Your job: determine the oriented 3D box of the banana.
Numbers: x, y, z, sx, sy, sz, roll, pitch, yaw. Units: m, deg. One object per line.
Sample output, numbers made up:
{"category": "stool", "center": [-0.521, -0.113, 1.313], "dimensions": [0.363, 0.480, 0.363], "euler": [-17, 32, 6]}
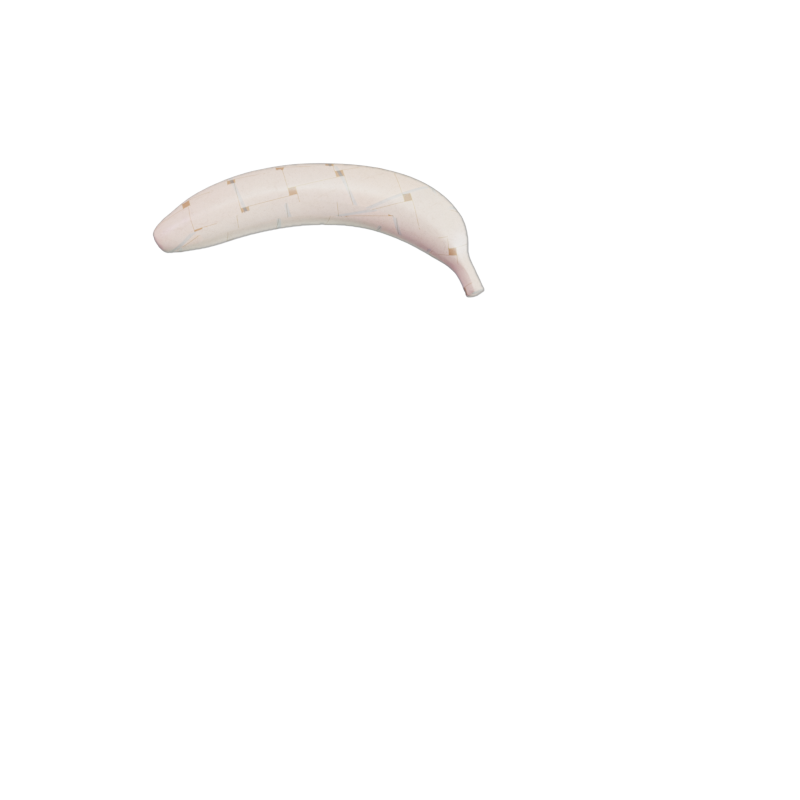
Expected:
{"category": "banana", "center": [-0.045, -0.110, 0.659], "dimensions": [0.199, 0.073, 0.035], "euler": [8, -26, 4]}
